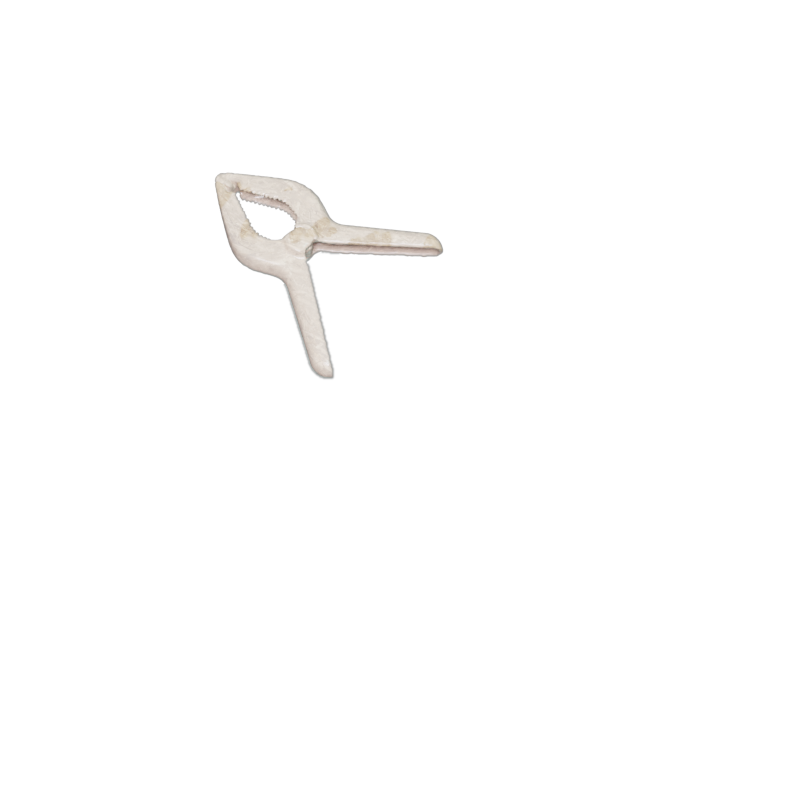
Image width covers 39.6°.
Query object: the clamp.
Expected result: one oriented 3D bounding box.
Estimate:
[{"bbox_3d":[-0.078,-0.142,0.998,0.166,0.220,0.034,-41,-18,-16],"label":"clamp"}]
